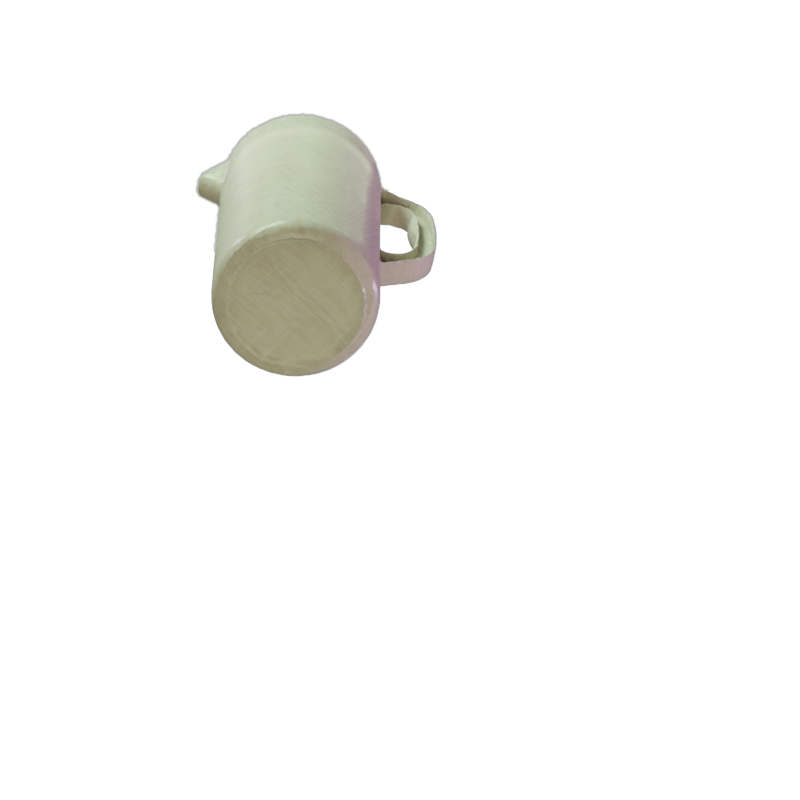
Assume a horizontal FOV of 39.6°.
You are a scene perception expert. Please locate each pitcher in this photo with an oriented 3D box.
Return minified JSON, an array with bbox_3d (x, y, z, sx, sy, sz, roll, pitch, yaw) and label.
[{"bbox_3d":[-0.063,-0.115,0.808,0.149,0.138,0.256,-32,23,12],"label":"pitcher"}]
